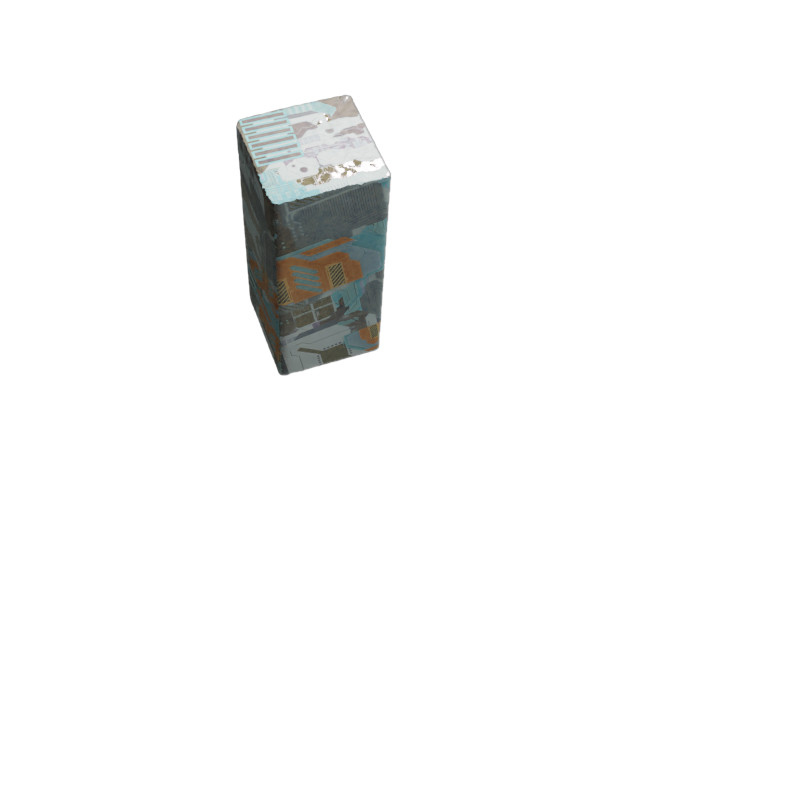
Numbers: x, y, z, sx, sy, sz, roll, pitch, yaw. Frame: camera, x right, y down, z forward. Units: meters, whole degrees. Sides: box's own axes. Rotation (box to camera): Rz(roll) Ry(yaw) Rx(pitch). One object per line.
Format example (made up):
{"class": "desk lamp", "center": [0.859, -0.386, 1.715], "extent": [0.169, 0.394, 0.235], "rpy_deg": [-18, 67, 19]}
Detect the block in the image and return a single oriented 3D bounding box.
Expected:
{"class": "block", "center": [-0.068, -0.122, 0.854], "extent": [0.089, 0.098, 0.193], "rpy_deg": [-15, -33, -14]}
